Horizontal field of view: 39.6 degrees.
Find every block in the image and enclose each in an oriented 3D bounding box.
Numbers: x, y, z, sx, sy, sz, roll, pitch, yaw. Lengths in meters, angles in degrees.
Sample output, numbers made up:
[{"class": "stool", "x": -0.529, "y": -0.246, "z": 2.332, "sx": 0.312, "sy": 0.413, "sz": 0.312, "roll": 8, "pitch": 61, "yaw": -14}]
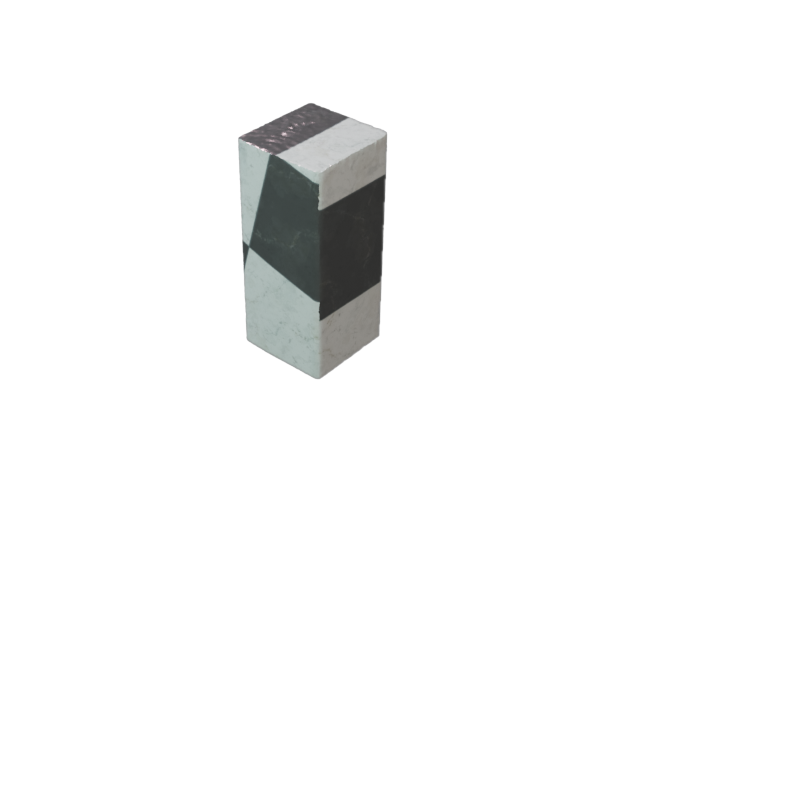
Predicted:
[{"class": "block", "x": -0.074, "y": -0.135, "z": 0.949, "sx": 0.096, "sy": 0.193, "sz": 0.091, "roll": 27, "pitch": 42, "yaw": 30}]
